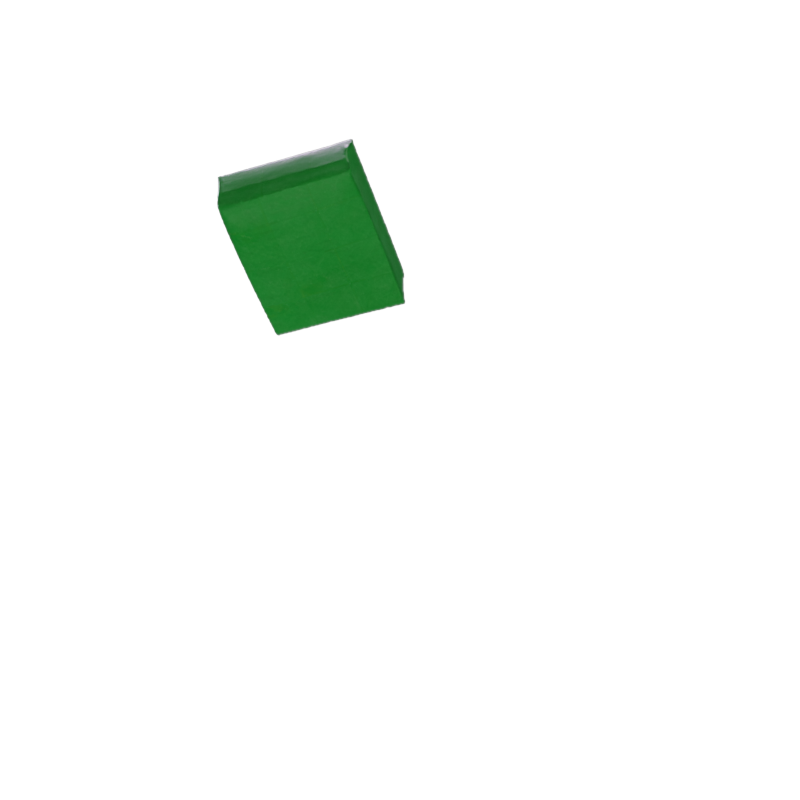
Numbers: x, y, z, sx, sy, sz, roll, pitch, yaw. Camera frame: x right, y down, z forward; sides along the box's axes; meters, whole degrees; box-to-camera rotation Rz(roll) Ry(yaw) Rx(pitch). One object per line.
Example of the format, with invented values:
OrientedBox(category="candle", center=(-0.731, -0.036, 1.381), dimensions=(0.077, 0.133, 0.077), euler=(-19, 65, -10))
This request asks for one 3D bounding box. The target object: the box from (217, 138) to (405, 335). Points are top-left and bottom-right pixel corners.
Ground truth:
OrientedBox(category="box", center=(-0.055, -0.100, 0.698), dimensions=(0.090, 0.105, 0.042), euler=(-14, 40, 11))
